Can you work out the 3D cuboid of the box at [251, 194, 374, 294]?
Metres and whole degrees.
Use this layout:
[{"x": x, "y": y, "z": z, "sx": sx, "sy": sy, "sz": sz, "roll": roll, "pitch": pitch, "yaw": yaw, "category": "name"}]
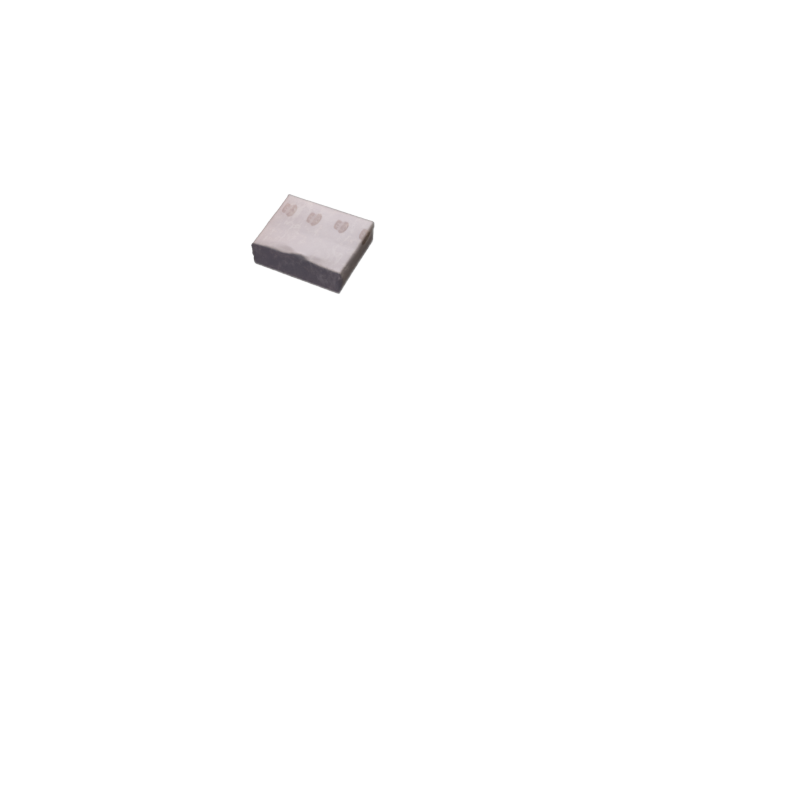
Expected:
[{"x": -0.078, "y": -0.143, "z": 0.998, "sx": 0.092, "sy": 0.076, "sz": 0.028, "roll": 20, "pitch": -38, "yaw": 16, "category": "box"}]
